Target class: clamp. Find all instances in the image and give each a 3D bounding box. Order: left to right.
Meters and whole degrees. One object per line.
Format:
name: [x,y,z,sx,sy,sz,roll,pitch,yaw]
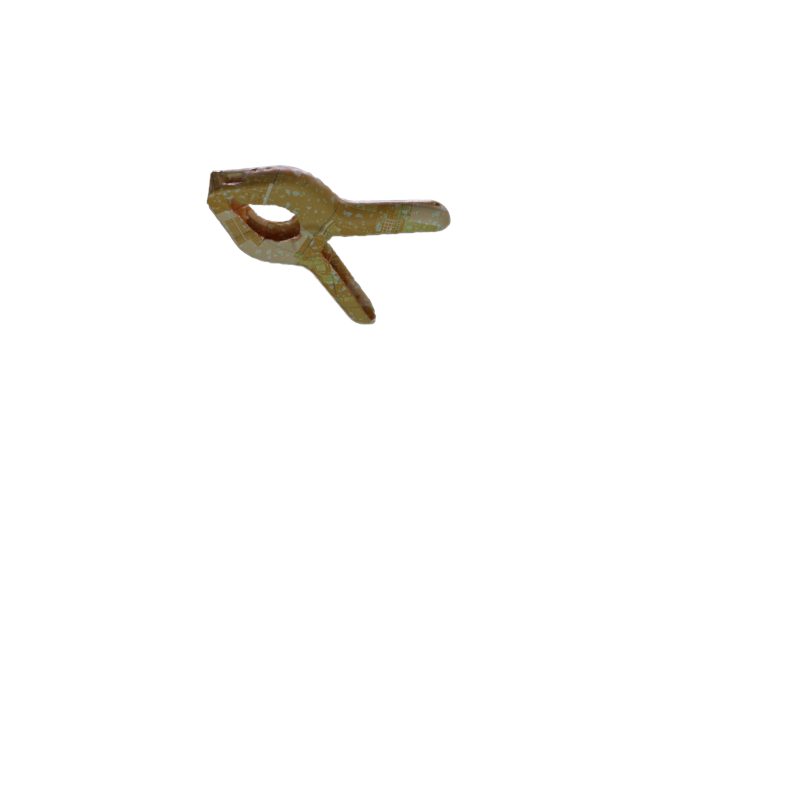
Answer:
clamp: [-0.063,-0.114,0.802,0.168,0.115,0.042,16,33,-11]
